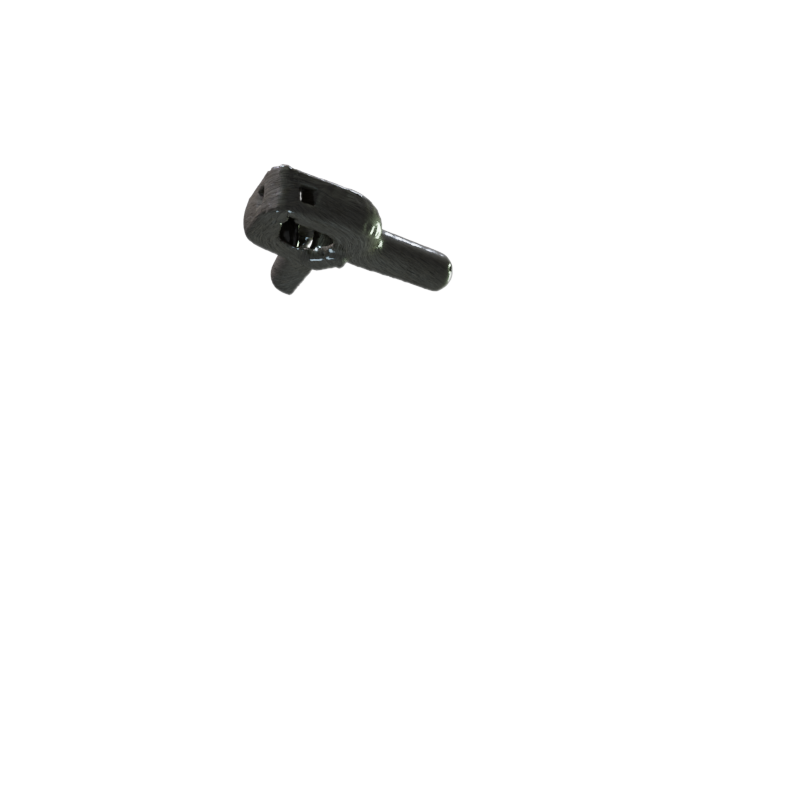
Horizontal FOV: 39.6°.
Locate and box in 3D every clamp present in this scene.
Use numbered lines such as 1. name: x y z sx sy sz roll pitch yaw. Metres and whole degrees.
1. clamp: -0.052 -0.095 0.665 0.122 0.041 0.160 -8 -18 24
